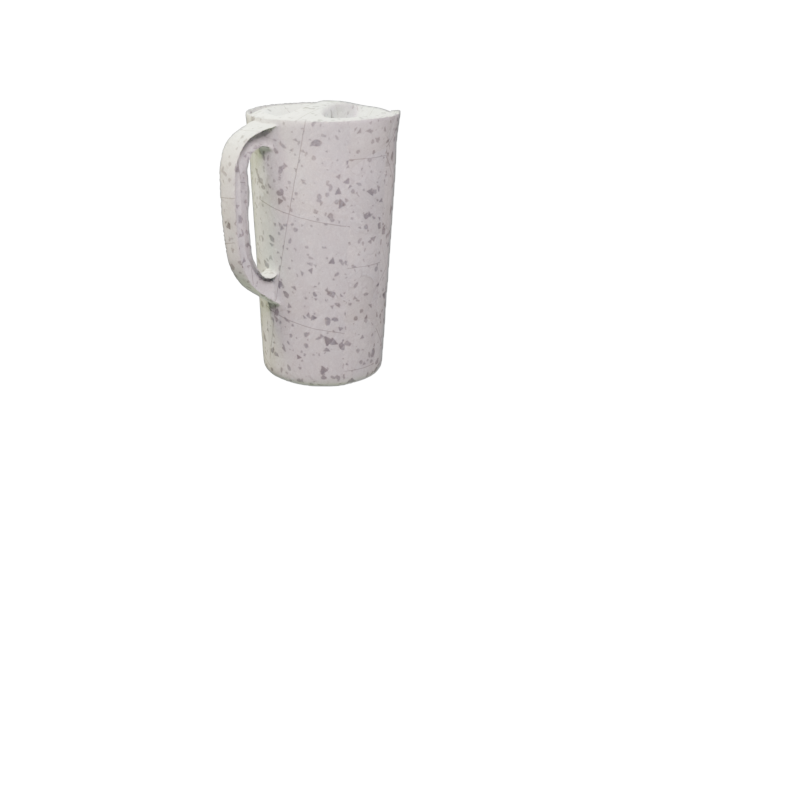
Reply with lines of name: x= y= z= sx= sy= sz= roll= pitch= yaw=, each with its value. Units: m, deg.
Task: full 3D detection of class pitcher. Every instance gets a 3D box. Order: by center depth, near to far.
pitcher: x=-0.076 y=-0.139 z=0.973 sx=0.149 sy=0.235 sz=0.150 roll=1 pitch=16 yaw=0
